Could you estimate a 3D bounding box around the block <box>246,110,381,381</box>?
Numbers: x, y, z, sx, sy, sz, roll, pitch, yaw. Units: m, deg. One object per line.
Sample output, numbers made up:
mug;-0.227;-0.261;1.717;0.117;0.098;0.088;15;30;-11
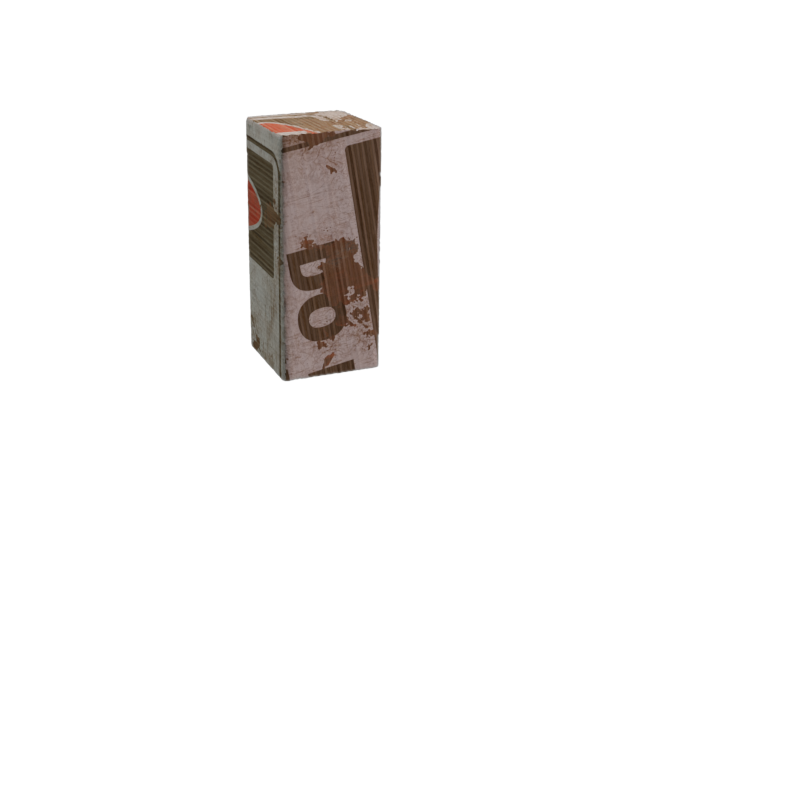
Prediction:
block;-0.074;-0.134;0.936;0.088;0.198;0.096;-7;21;-23
